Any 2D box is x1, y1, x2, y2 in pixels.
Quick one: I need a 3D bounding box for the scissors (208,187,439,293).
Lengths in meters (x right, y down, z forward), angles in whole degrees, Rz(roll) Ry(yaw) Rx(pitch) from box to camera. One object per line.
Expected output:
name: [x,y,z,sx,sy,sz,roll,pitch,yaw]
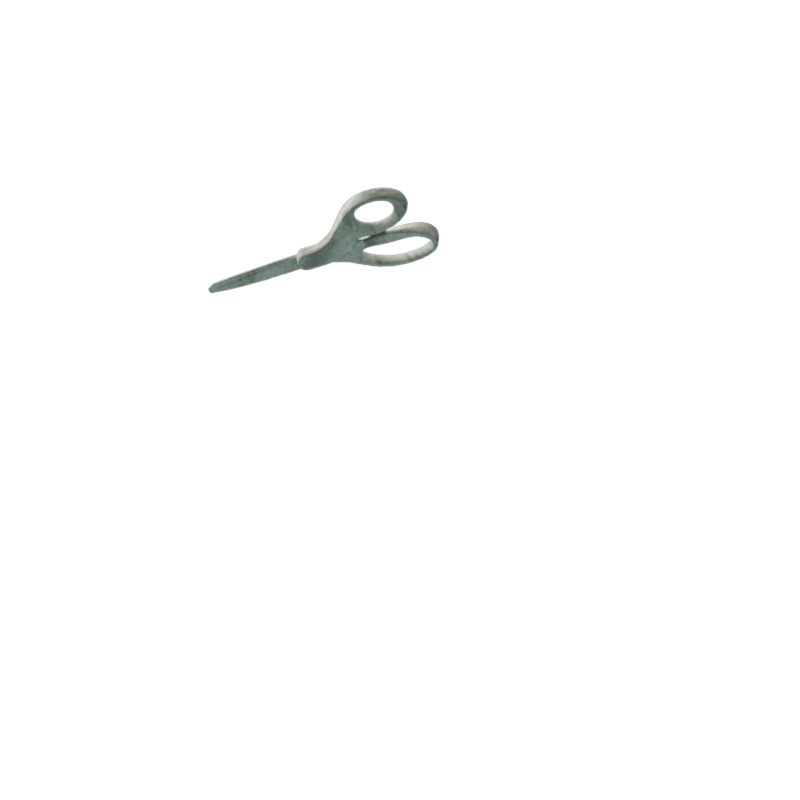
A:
scissors: [-0.071,-0.129,0.902,0.203,0.017,0.089,-6,-36,8]
